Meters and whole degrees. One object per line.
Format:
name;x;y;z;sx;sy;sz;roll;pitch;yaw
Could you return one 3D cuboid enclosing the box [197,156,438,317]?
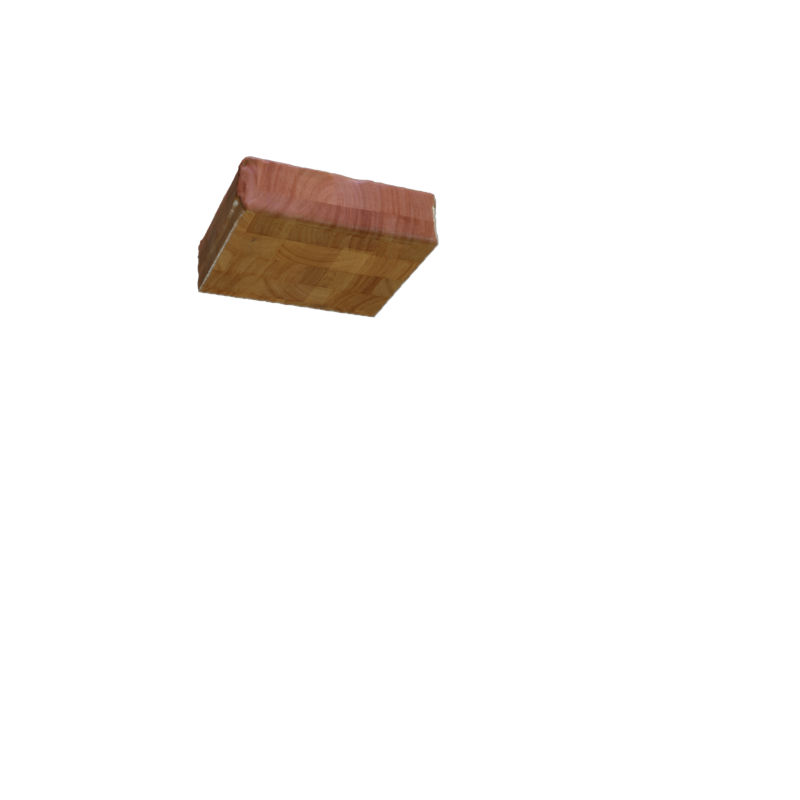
box;-0.038;-0.070;0.489;0.087;0.032;0.071;9;-27;-19
